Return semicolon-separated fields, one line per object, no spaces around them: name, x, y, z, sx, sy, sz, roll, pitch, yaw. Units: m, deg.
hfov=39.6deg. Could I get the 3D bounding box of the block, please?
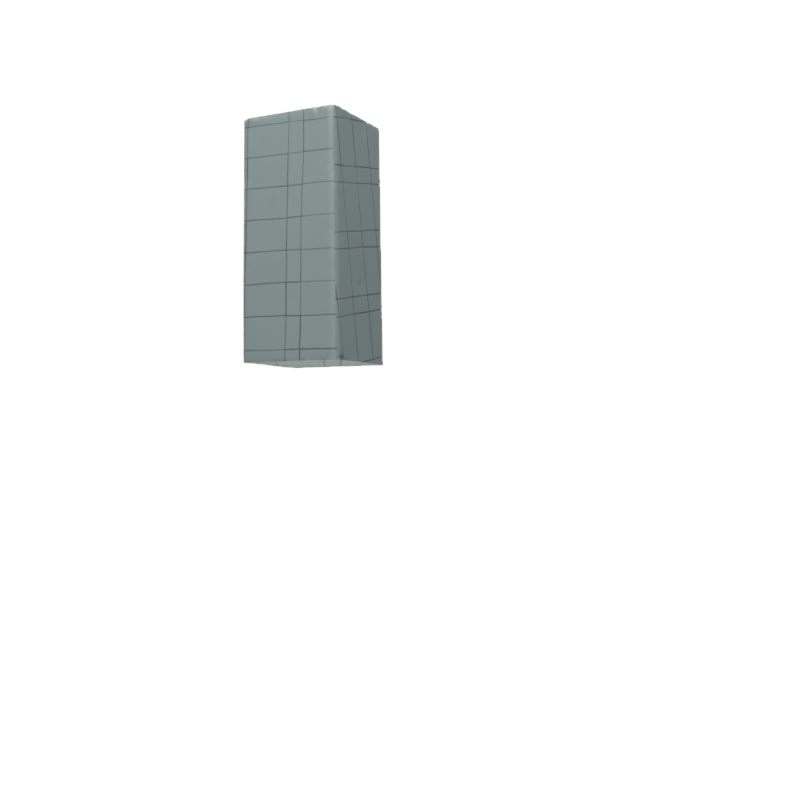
block;-0.074;-0.134;0.937;0.093;0.211;0.086;-5;-9;27
